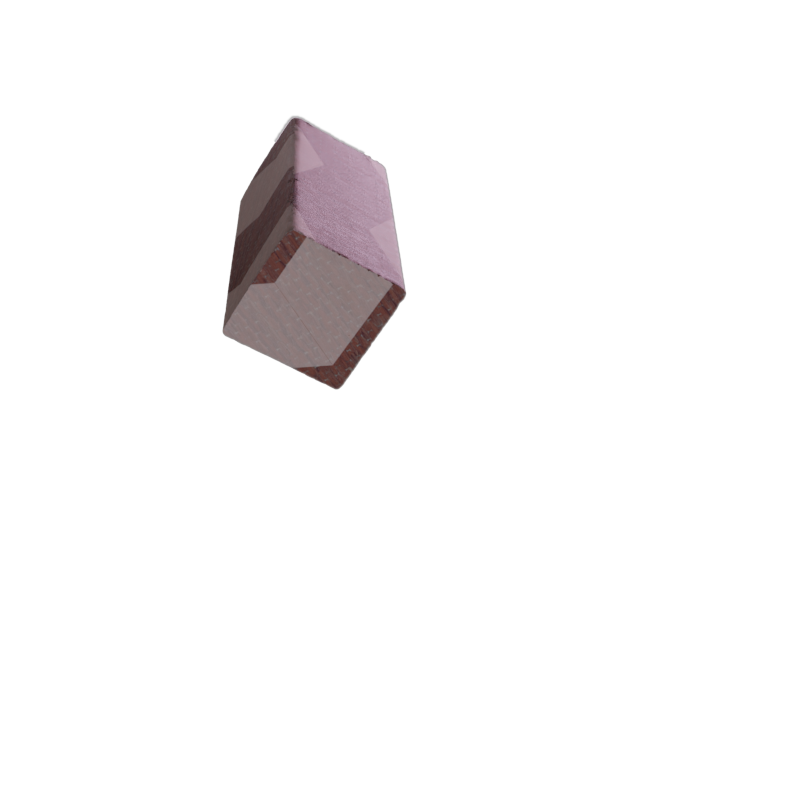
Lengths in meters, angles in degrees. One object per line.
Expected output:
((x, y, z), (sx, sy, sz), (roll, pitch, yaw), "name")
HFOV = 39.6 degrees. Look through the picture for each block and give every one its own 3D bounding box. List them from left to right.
((-0.062, -0.115, 0.799), (0.088, 0.088, 0.219), (27, 26, -19), "block")
